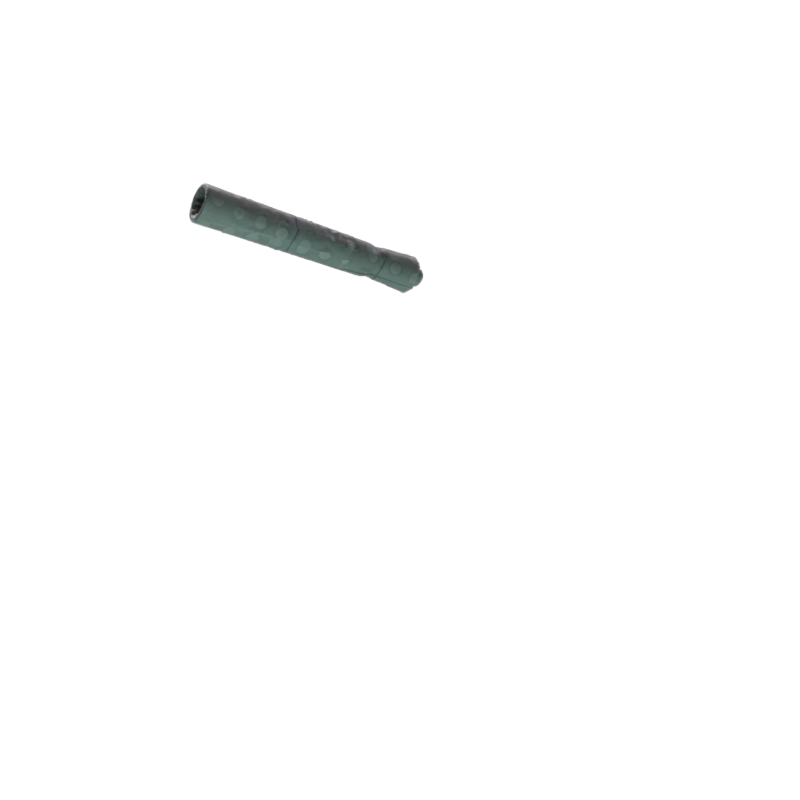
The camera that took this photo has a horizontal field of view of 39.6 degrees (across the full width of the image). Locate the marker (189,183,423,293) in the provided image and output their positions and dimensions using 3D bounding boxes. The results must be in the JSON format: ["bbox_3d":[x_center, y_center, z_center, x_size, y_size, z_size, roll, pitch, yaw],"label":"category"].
[{"bbox_3d":[-0.041,-0.075,0.523,0.115,0.020,0.020,16,-4,-26],"label":"marker"}]
